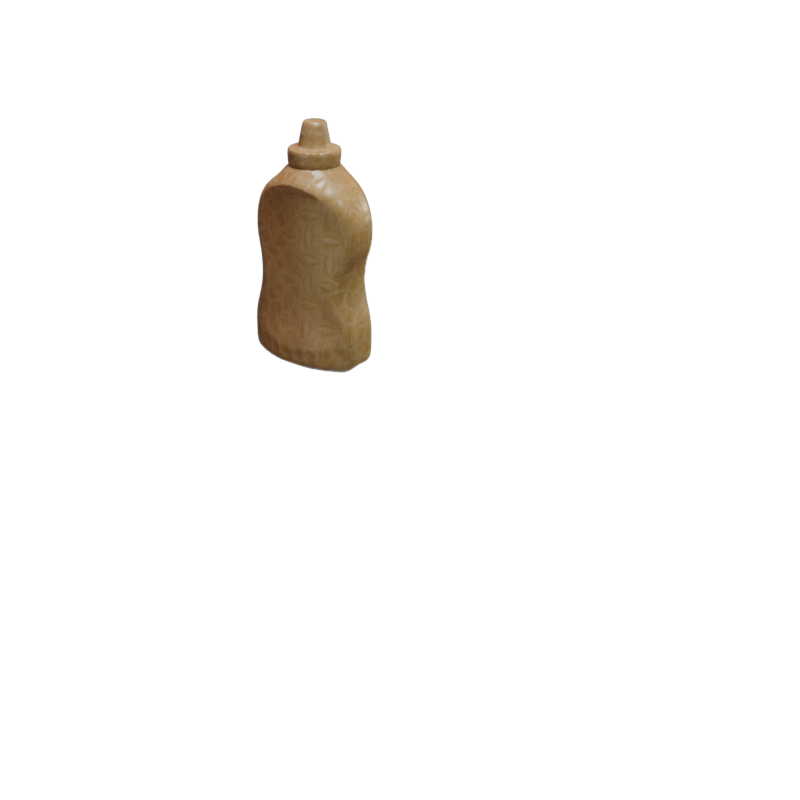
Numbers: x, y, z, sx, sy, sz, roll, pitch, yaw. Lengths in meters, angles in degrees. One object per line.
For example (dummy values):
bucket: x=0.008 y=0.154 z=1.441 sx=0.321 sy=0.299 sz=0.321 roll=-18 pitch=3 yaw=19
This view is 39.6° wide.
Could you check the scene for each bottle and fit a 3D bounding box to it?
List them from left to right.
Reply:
bottle: x=-0.067 y=-0.123 z=0.860 sx=0.101 sy=0.183 sz=0.058 roll=17 pitch=26 yaw=35
